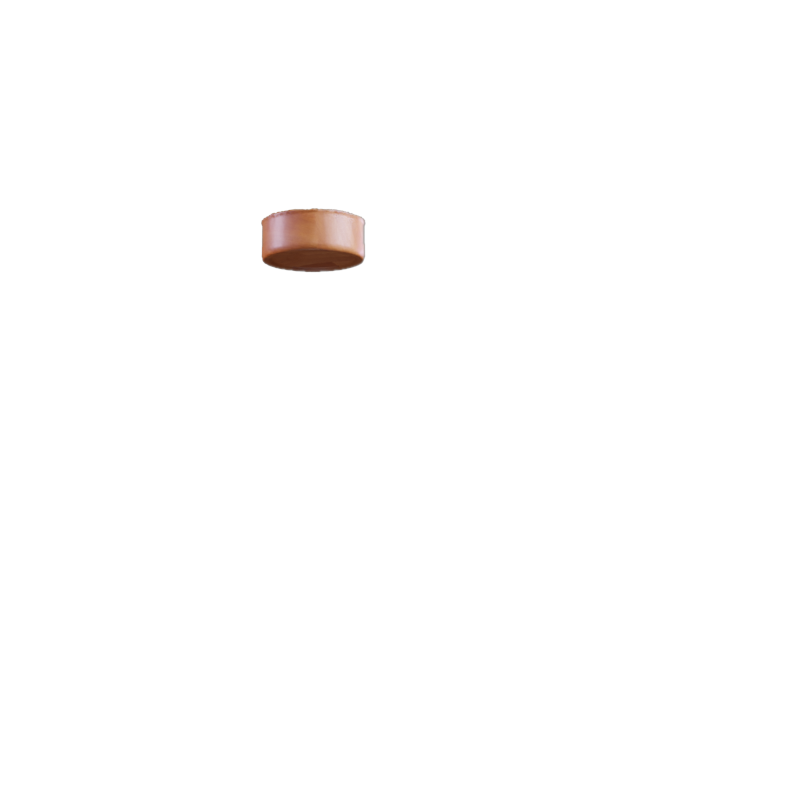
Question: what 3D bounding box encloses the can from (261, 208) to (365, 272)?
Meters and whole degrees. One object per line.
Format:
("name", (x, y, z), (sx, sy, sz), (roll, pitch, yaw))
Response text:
("can", (-0.071, -0.130, 0.908), (0.086, 0.034, 0.084), (0, -7, -2))
